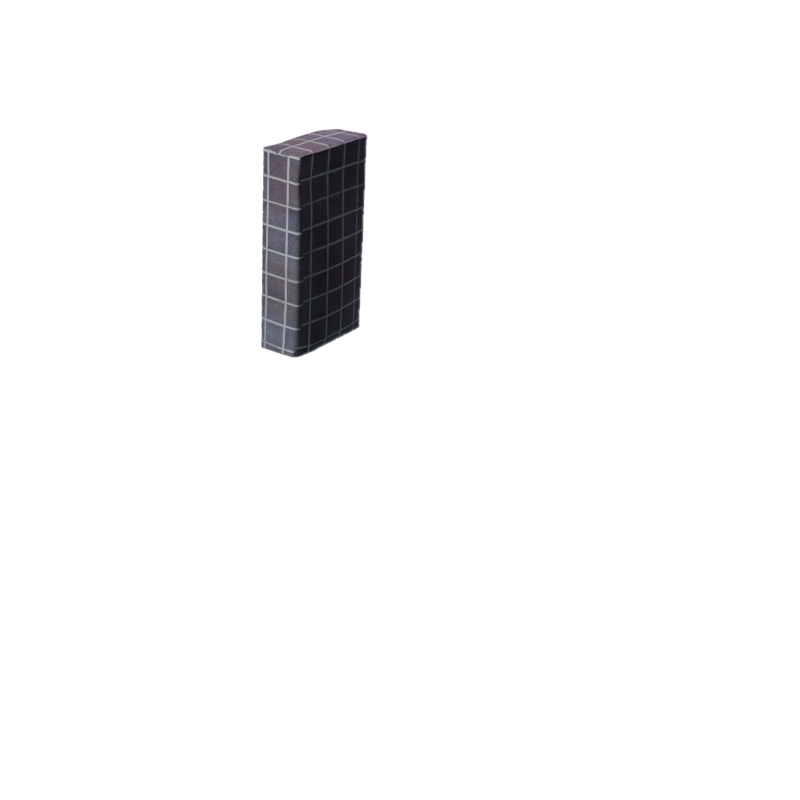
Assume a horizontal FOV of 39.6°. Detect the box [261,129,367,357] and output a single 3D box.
[{"bbox_3d":[-0.072,-0.132,0.924,0.050,0.169,0.093,14,24,32],"label":"box"}]
